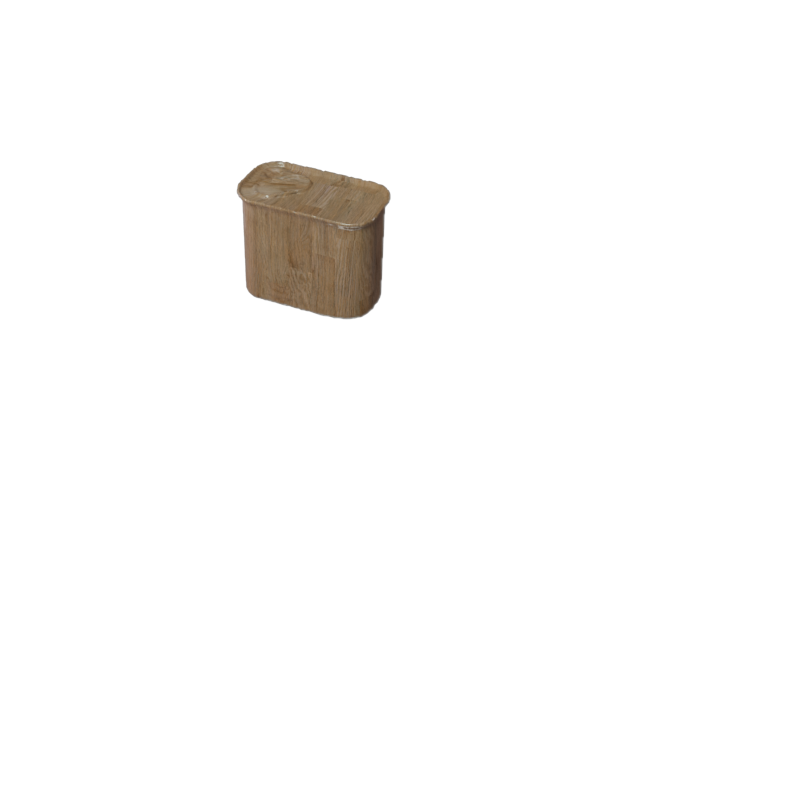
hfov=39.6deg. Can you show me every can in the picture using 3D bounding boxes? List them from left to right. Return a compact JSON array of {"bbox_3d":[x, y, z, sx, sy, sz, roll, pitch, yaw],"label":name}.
[{"bbox_3d":[-0.060,-0.110,0.770,0.105,0.078,0.059,16,40,18],"label":"can"}]
